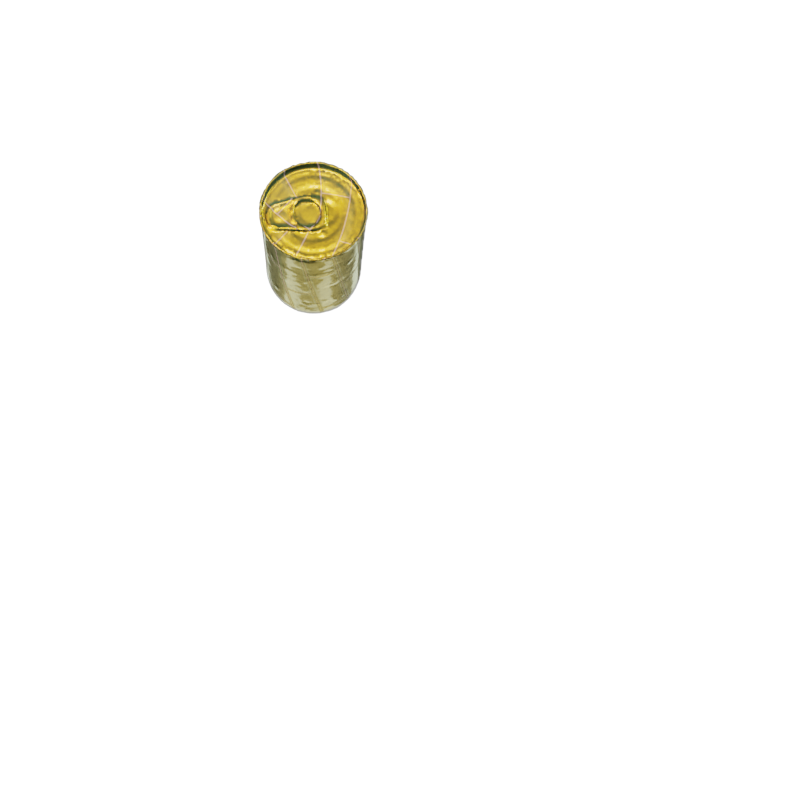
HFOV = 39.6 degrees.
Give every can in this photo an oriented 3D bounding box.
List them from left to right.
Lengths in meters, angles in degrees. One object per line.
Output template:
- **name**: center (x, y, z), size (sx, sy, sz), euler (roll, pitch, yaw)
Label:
- **can**: center (-0.057, -0.105, 0.734), size (0.068, 0.072, 0.098), euler (0, -18, -3)
